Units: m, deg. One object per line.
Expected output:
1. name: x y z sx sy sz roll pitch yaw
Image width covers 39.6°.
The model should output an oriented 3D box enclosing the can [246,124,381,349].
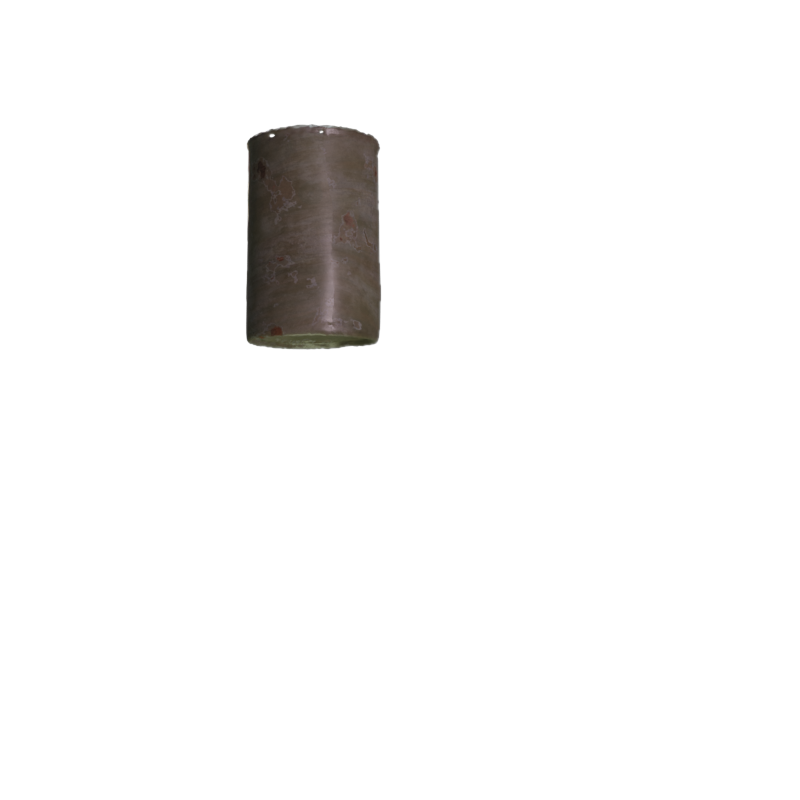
1. can: -0.044 -0.080 0.557 0.068 0.105 0.067 0 -9 -2
